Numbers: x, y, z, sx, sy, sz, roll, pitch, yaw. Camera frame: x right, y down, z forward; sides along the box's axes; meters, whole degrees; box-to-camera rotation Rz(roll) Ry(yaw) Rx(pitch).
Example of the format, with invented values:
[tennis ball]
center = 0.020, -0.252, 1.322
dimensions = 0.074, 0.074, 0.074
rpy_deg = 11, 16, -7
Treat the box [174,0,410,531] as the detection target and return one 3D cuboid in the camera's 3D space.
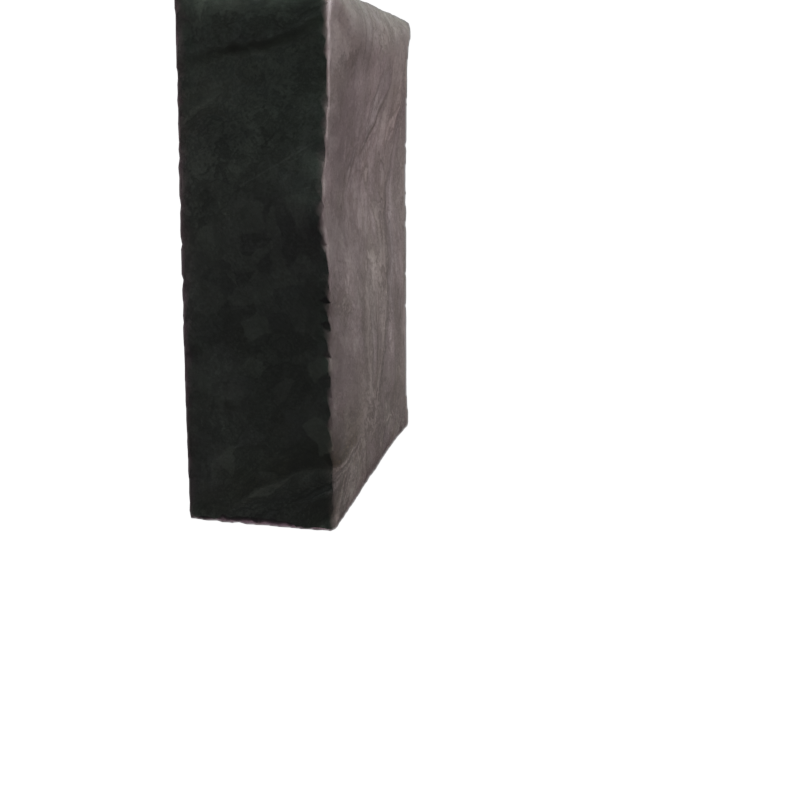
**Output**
[box]
center = -0.040, -0.072, 0.506
dimensions = 0.073, 0.210, 0.164
rpy_deg = 2, 9, 11
